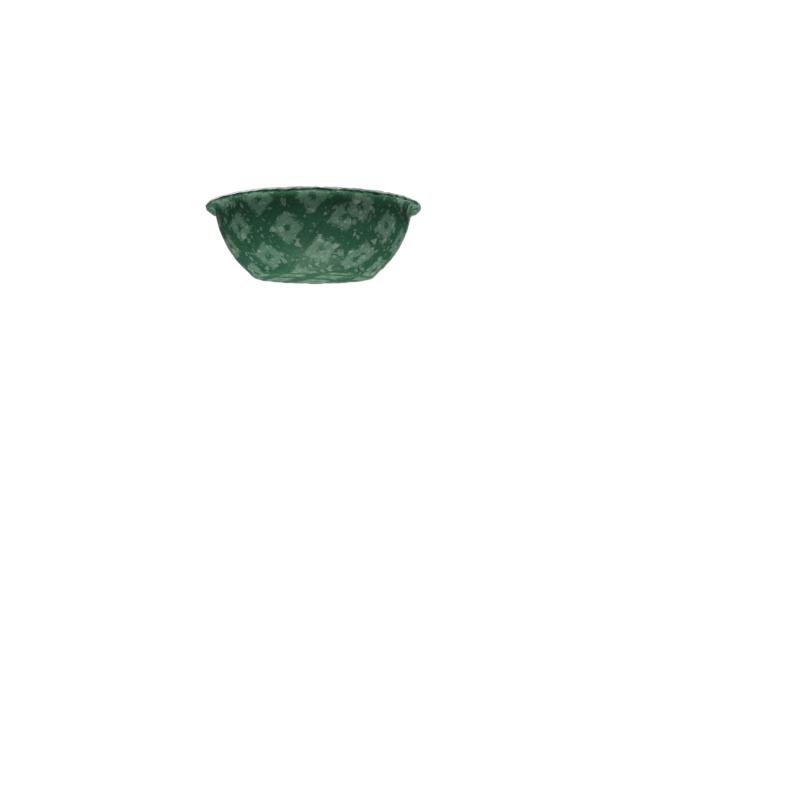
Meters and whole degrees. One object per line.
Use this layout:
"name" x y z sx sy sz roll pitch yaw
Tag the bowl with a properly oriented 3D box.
"bowl" -0.065 -0.119 0.831 0.162 0.056 0.161 0 -1 -2
